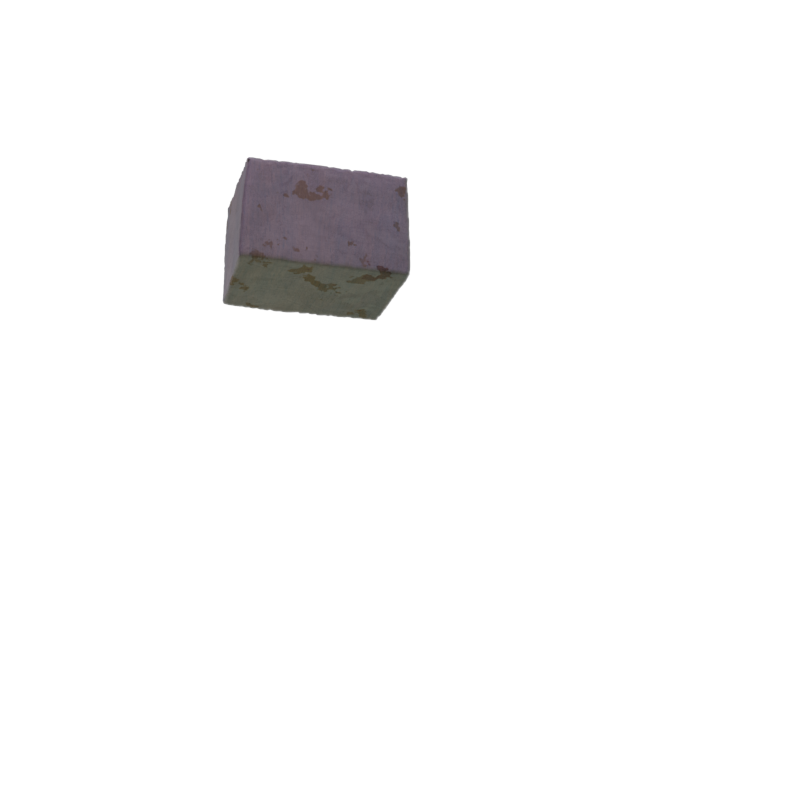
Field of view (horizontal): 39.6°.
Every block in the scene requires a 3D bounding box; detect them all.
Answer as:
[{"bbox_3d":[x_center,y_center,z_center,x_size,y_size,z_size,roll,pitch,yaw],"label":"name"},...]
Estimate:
[{"bbox_3d":[-0.040,-0.073,0.511,0.076,0.054,0.051,5,-25,-14],"label":"block"}]
